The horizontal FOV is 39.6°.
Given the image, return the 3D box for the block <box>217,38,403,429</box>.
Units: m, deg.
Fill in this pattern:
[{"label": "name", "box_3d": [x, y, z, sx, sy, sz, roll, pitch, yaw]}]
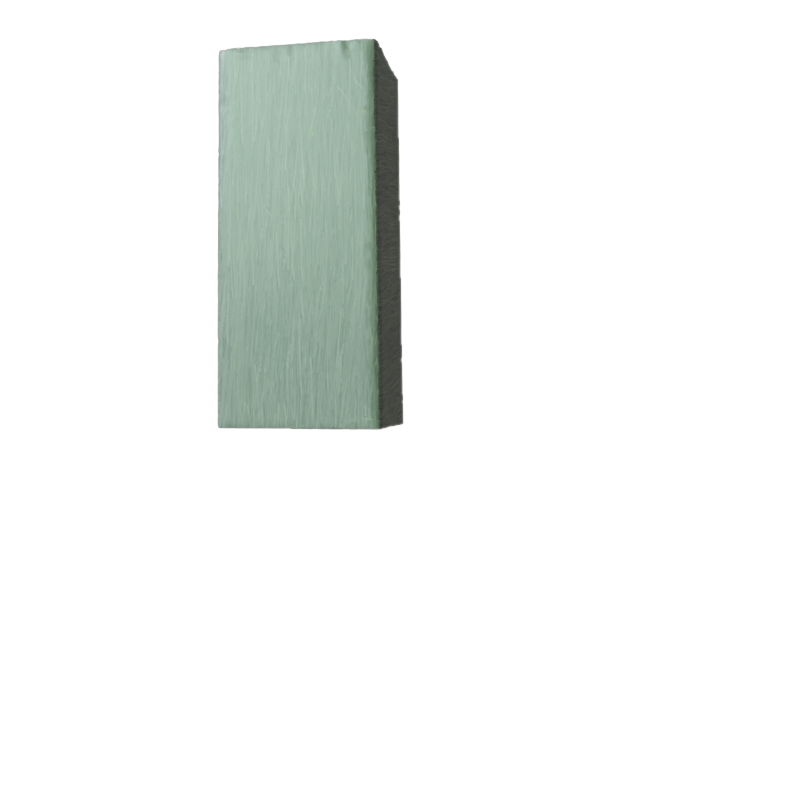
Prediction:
[{"label": "block", "box_3d": [-0.050, -0.090, 0.628, 0.092, 0.210, 0.087, -1, -6, 10]}]
